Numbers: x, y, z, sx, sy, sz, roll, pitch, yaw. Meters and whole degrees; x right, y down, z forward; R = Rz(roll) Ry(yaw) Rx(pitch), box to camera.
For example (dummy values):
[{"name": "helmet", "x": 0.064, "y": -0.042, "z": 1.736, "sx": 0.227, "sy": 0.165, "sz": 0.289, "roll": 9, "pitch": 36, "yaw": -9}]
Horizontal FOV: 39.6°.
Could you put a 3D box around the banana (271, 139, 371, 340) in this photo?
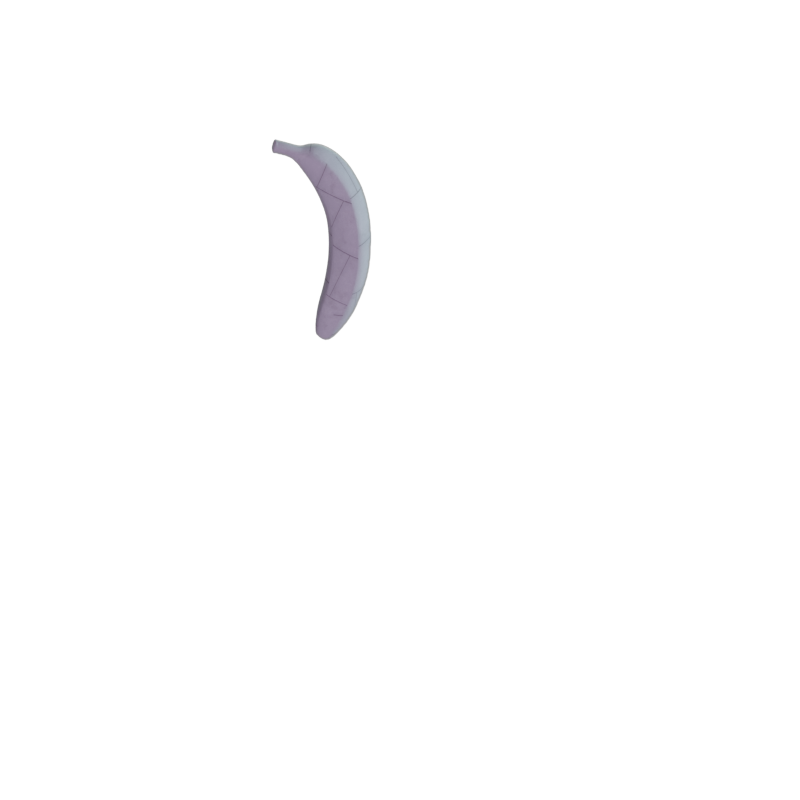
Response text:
[{"name": "banana", "x": -0.059, "y": -0.147, "z": 0.978, "sx": 0.070, "sy": 0.187, "sz": 0.039, "roll": -10, "pitch": 24, "yaw": 4}]
